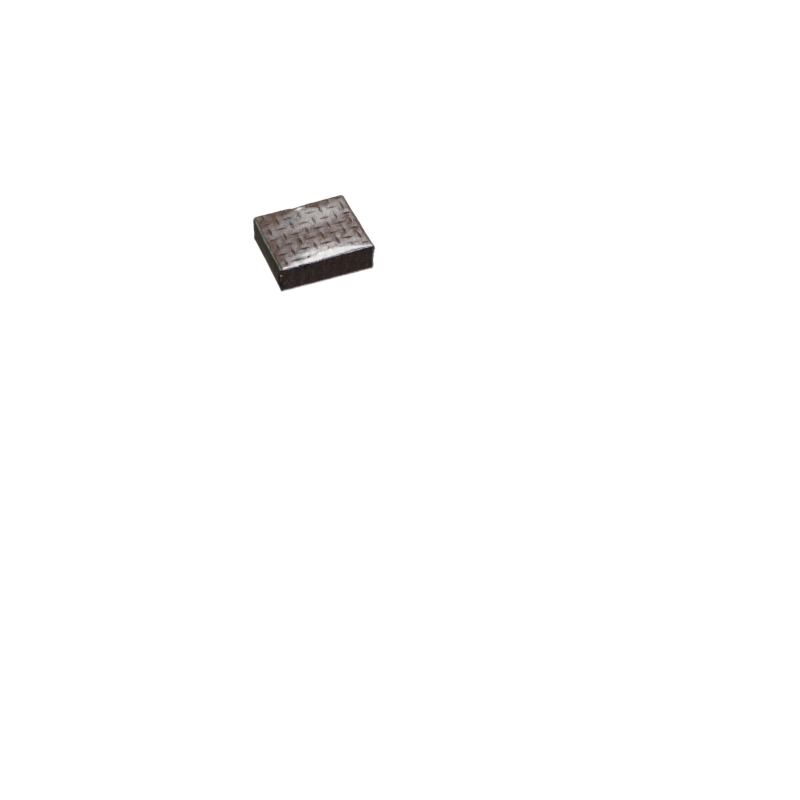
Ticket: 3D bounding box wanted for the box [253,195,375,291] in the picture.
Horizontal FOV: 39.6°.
[{"bbox_3d":[-0.076,-0.139,0.975,0.088,0.079,0.028,-17,-40,-15],"label":"box"}]
